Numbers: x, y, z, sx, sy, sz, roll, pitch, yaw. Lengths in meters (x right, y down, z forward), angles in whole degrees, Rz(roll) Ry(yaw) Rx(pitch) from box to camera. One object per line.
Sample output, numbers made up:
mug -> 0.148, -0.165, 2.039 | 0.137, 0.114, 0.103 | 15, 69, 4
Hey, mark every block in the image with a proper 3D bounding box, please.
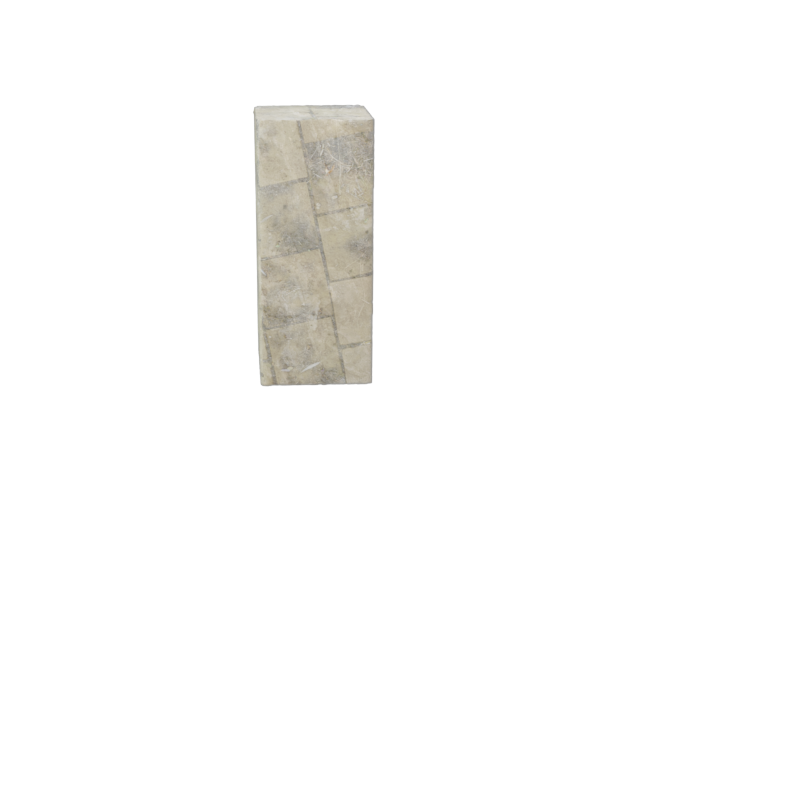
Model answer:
block -> -0.069, -0.125, 0.874 | 0.089, 0.199, 0.095 | -1, 16, -6
